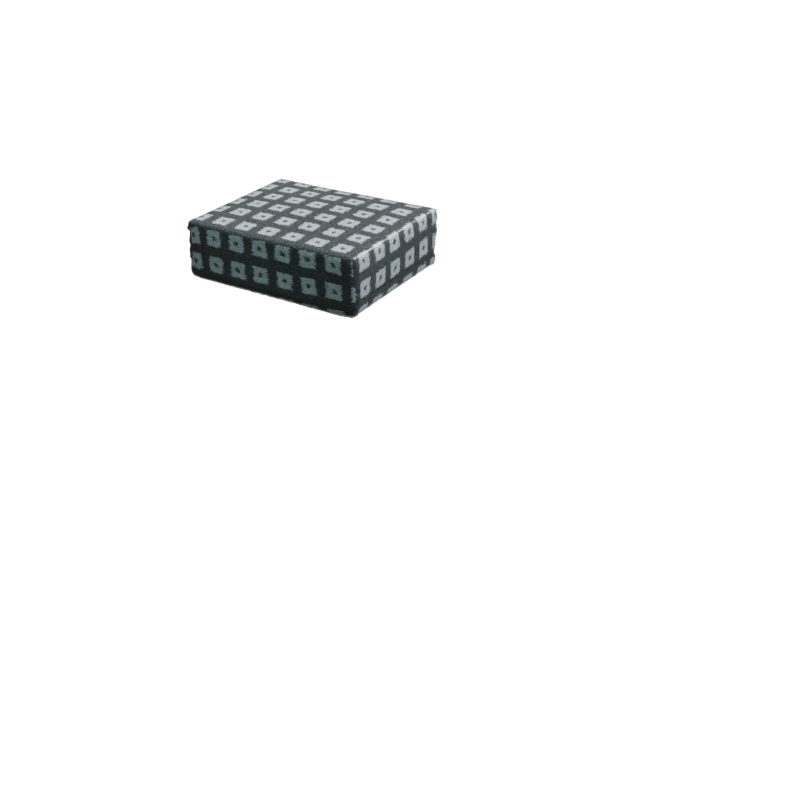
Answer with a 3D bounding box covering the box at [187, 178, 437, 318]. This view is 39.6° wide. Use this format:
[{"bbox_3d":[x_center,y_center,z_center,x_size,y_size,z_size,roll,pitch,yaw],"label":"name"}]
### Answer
[{"bbox_3d":[-0.049,-0.089,0.626,0.119,0.037,0.090,17,33,28],"label":"box"}]
